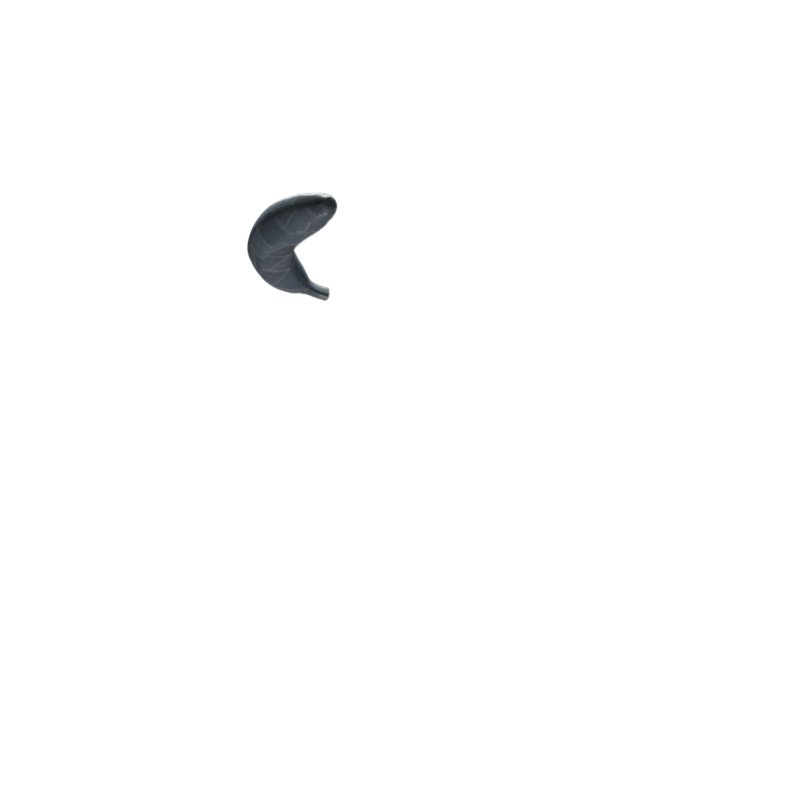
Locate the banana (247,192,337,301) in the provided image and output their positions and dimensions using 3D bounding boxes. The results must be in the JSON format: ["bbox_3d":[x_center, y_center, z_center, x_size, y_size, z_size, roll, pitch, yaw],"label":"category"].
[{"bbox_3d":[-0.088,-0.125,0.883,0.069,0.038,0.191,1,-13,-4],"label":"banana"}]
